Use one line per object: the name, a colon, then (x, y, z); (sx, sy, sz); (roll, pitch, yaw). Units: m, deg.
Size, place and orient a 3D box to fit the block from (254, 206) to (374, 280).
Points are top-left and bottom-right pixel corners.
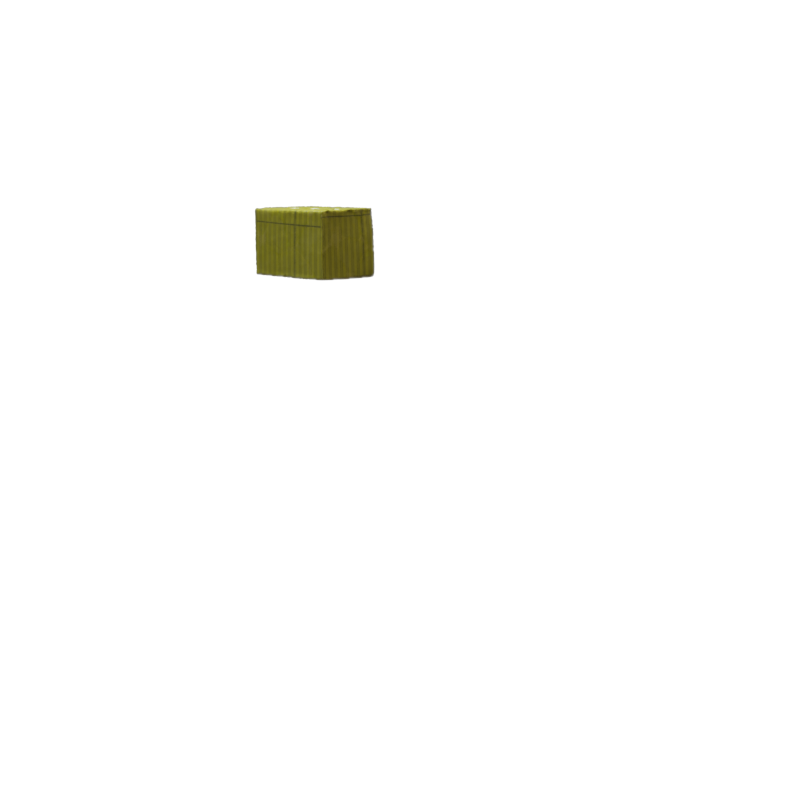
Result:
block: (-0.065, -0.118, 0.826); (0.082, 0.051, 0.051); (9, 11, 44)
